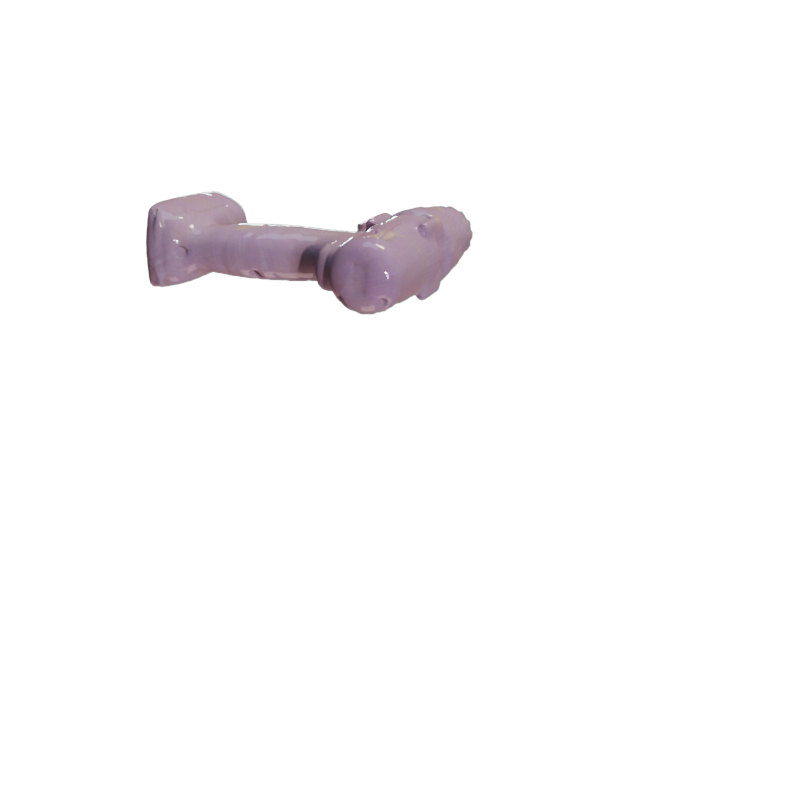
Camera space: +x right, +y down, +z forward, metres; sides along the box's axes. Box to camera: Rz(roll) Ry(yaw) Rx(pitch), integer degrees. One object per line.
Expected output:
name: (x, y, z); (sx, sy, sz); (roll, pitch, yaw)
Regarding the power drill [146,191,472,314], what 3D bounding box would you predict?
power drill: (-0.057, -0.104, 0.731); (0.193, 0.056, 0.184); (6, 16, 20)
